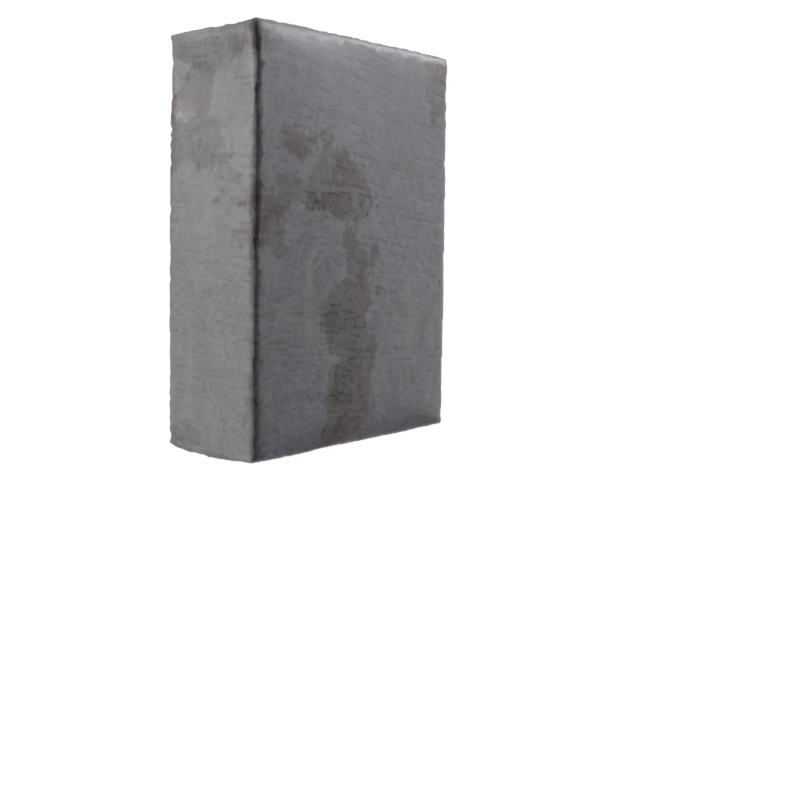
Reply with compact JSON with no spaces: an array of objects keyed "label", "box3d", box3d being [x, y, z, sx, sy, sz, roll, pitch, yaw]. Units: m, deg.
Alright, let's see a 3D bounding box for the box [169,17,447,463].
[{"label":"box","box3d":[-0.047,-0.086,0.603,0.075,0.213,0.158,1,3,38]}]
